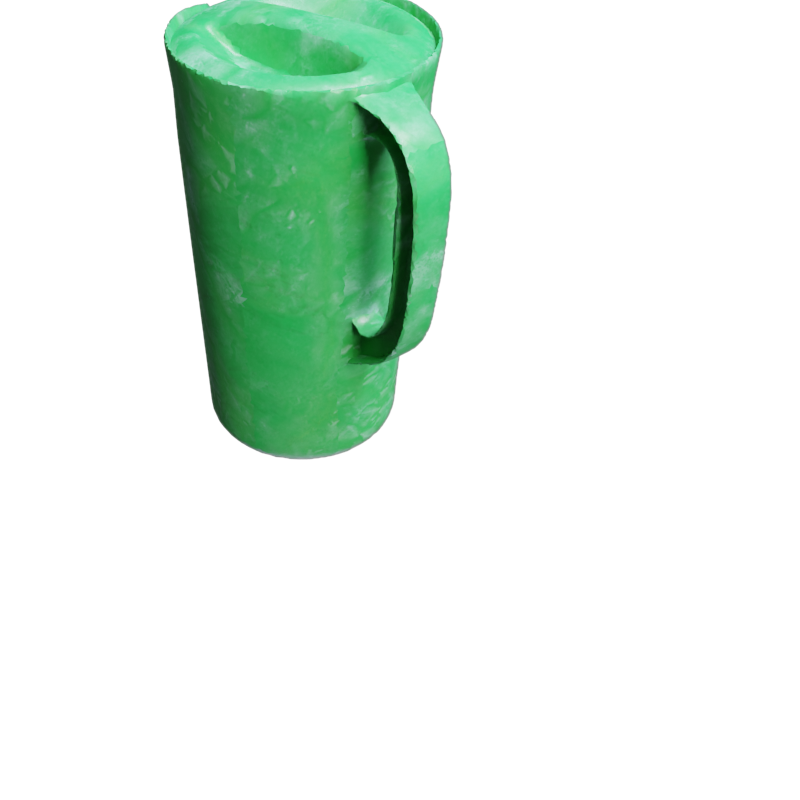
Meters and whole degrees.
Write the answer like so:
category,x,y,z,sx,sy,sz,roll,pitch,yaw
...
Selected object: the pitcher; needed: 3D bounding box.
category,x,y,z,sx,sy,sz,roll,pitch,yaw
pitcher,-0.046,-0.083,0.583,0.147,0.227,0.158,7,37,6
